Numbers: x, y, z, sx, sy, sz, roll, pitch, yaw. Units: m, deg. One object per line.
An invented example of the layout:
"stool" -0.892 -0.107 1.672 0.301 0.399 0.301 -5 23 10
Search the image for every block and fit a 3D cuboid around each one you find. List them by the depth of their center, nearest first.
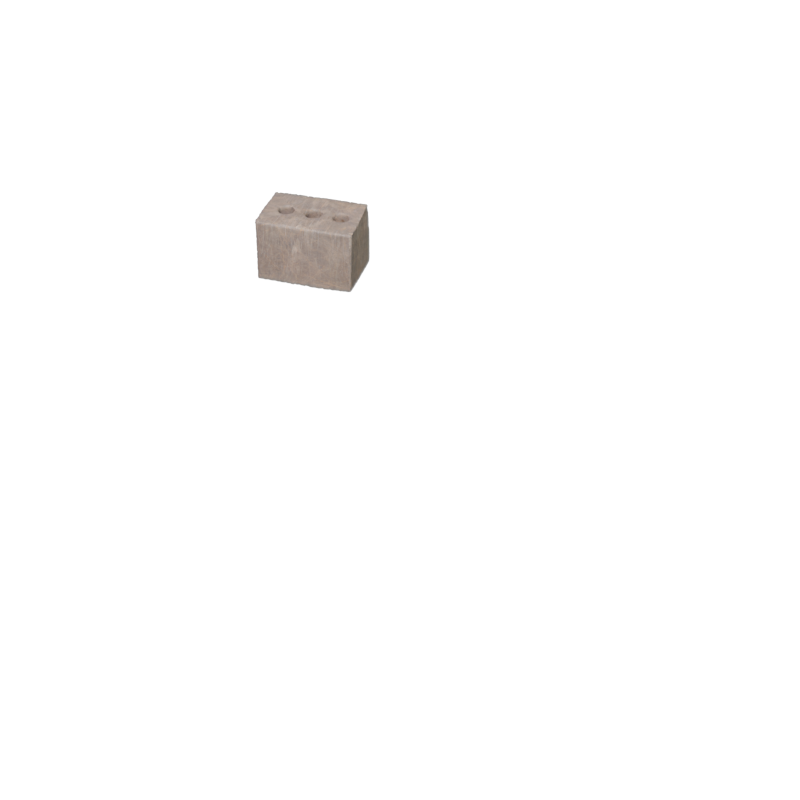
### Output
"block" -0.067 -0.122 0.856 0.080 0.048 0.055 9 34 12
